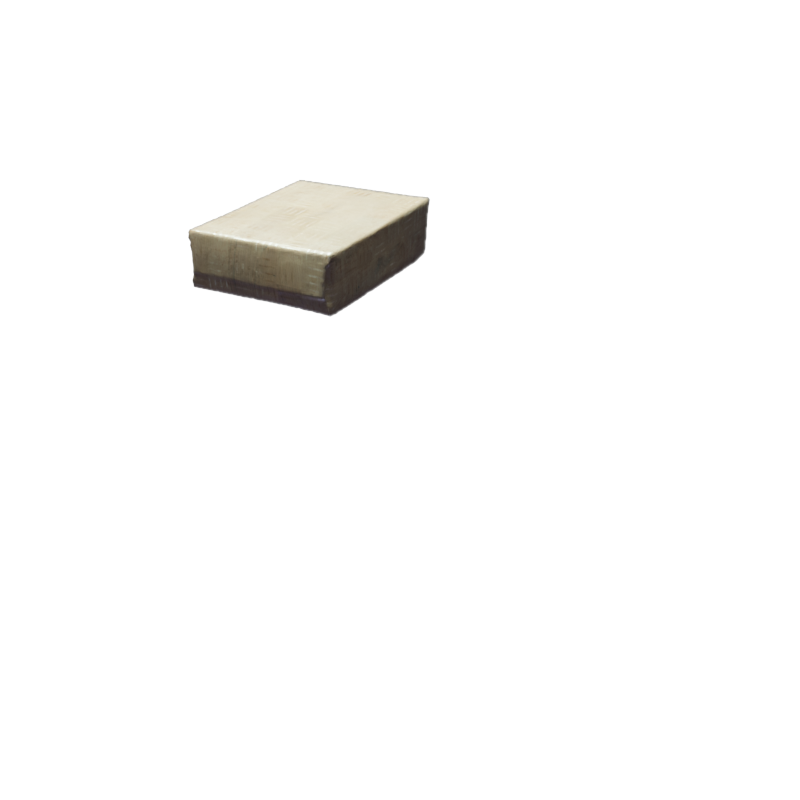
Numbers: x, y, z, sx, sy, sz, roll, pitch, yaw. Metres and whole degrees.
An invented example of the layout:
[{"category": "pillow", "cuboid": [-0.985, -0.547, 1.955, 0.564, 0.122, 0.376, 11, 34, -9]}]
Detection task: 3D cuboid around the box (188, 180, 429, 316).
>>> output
[{"category": "box", "cuboid": [-0.048, -0.088, 0.614, 0.094, 0.037, 0.114, 13, 27, 27]}]
